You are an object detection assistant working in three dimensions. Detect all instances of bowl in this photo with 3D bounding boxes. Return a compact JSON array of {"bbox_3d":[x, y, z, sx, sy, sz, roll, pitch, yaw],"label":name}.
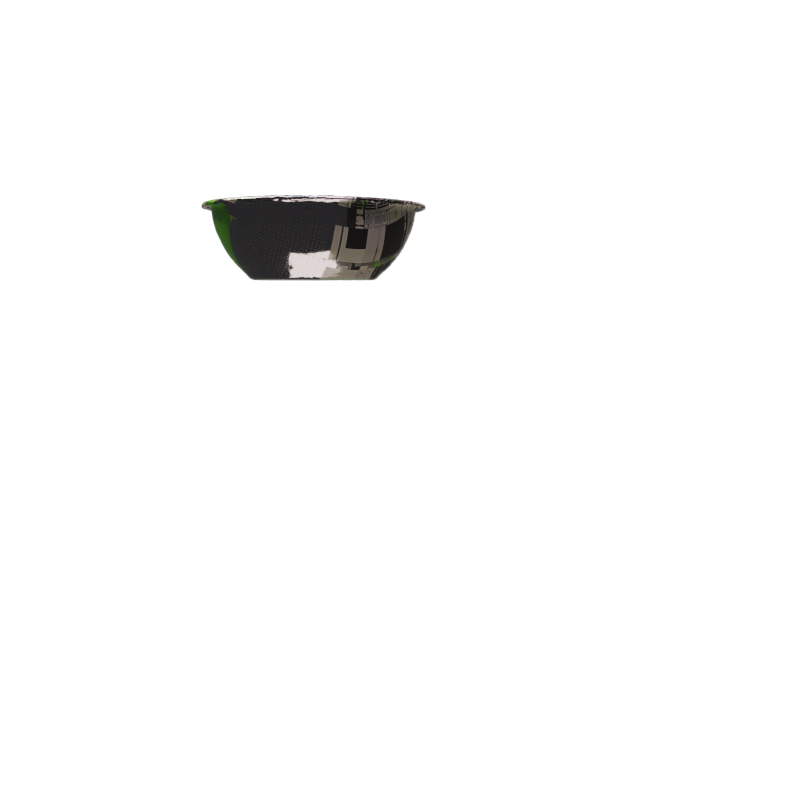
[{"bbox_3d":[-0.062,-0.114,0.797,0.162,0.055,0.163,0,5,-2],"label":"bowl"}]
